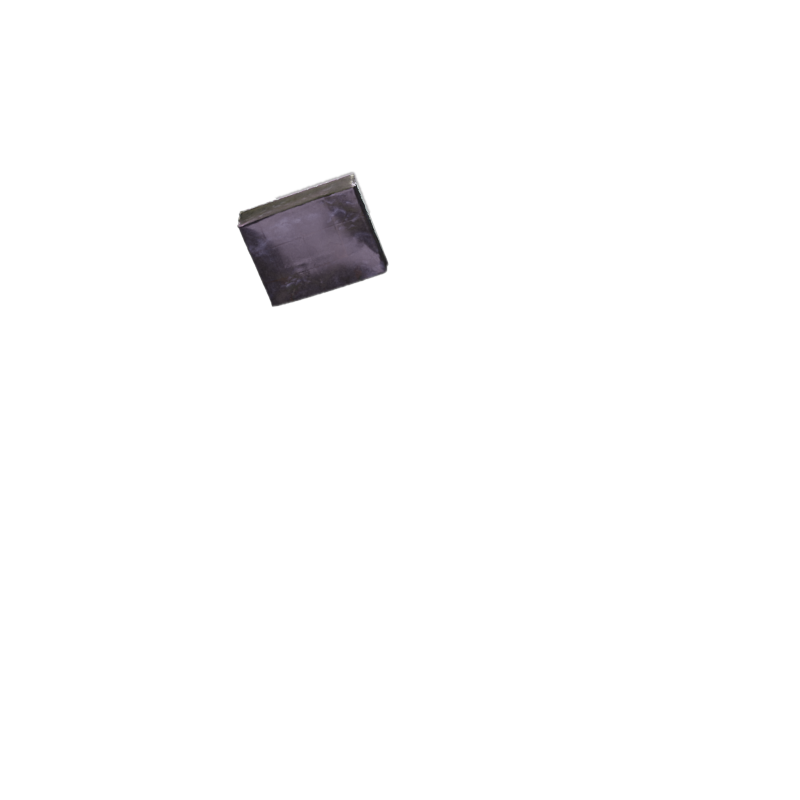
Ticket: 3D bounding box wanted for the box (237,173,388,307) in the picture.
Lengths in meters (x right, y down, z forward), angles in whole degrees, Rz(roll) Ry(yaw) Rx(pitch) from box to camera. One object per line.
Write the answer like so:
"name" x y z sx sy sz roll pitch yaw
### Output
"box" -0.078 -0.141 0.991 0.114 0.085 0.041 -18 24 7
